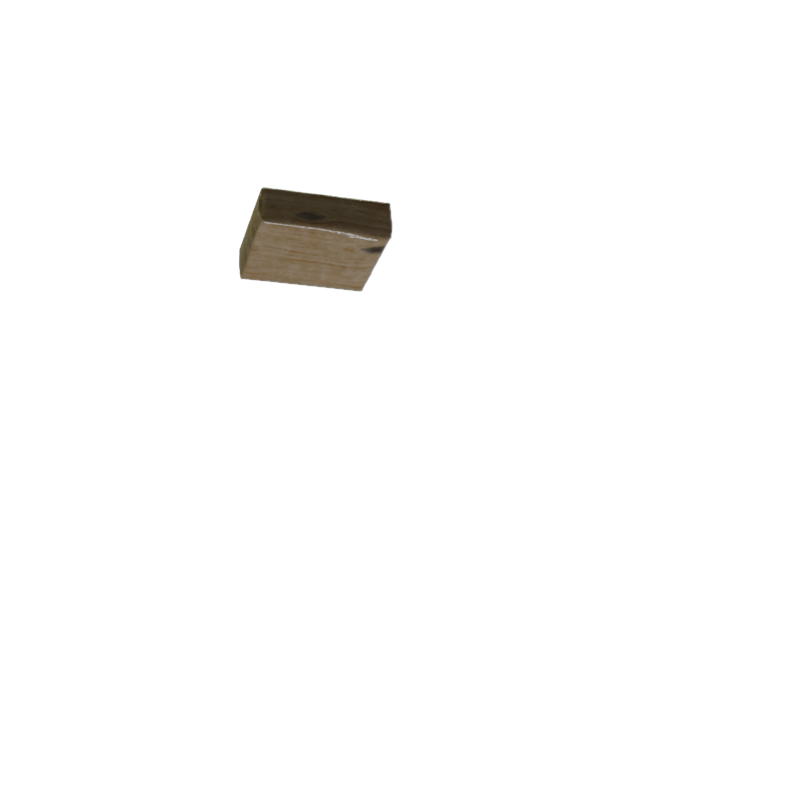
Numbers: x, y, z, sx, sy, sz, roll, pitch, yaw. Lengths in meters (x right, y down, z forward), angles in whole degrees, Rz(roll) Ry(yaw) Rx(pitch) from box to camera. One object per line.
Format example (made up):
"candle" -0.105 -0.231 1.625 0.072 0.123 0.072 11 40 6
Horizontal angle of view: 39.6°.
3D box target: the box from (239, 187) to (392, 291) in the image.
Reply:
"box" -0.073 -0.133 0.931 0.111 0.041 0.086 8 -30 -14
